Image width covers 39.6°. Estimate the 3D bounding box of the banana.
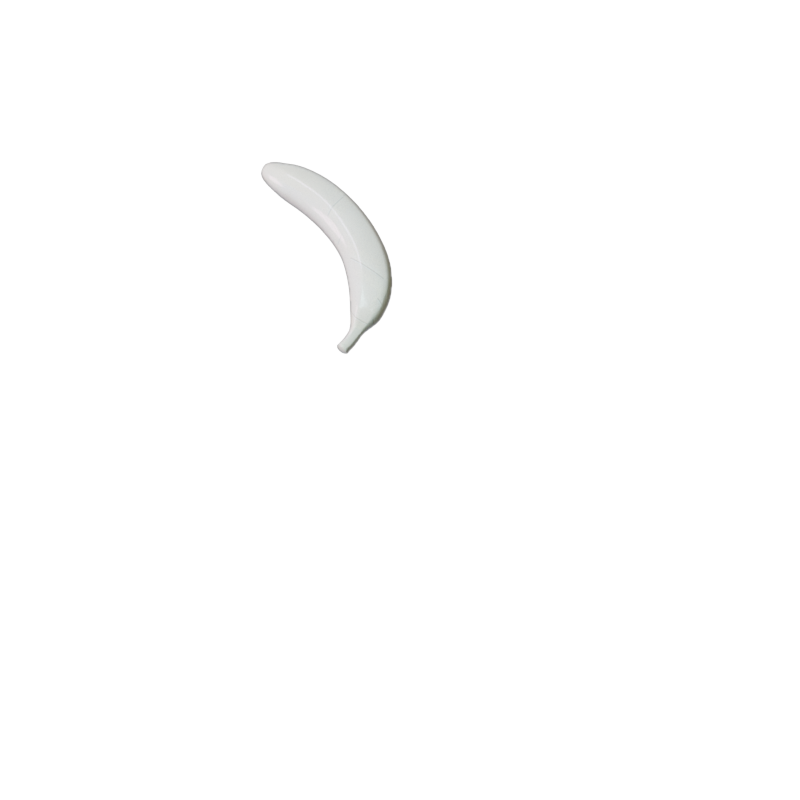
[{"bbox_3d":[-0.054,-0.135,0.932,0.069,0.212,0.034,-18,-31,-12],"label":"banana"}]
